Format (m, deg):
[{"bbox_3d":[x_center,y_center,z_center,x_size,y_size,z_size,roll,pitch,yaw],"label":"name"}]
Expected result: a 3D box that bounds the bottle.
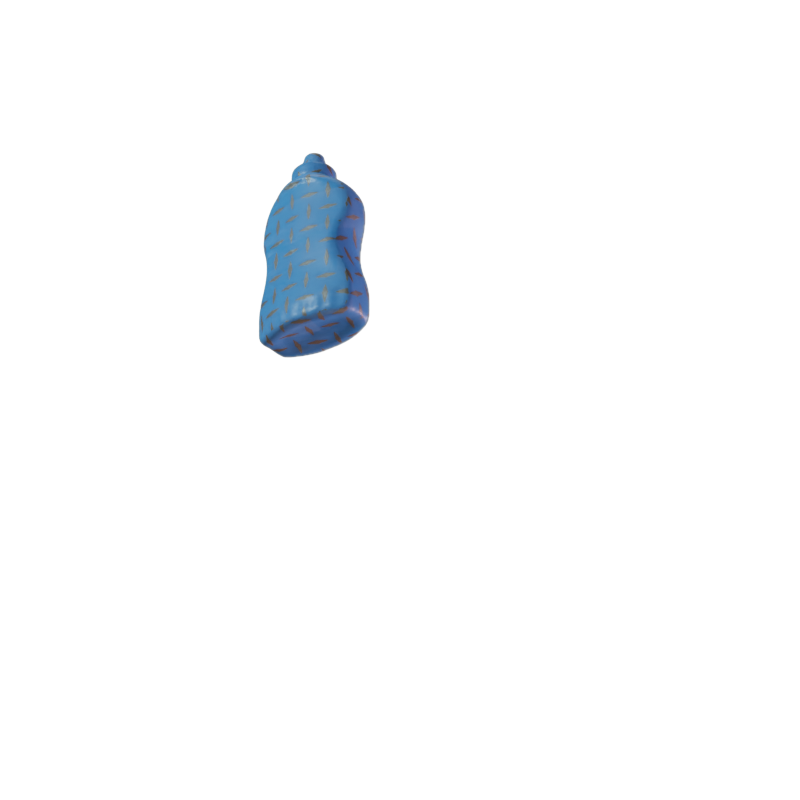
[{"bbox_3d":[-0.075,-0.137,0.958,0.096,0.205,0.054,-24,-39,30],"label":"bottle"}]
